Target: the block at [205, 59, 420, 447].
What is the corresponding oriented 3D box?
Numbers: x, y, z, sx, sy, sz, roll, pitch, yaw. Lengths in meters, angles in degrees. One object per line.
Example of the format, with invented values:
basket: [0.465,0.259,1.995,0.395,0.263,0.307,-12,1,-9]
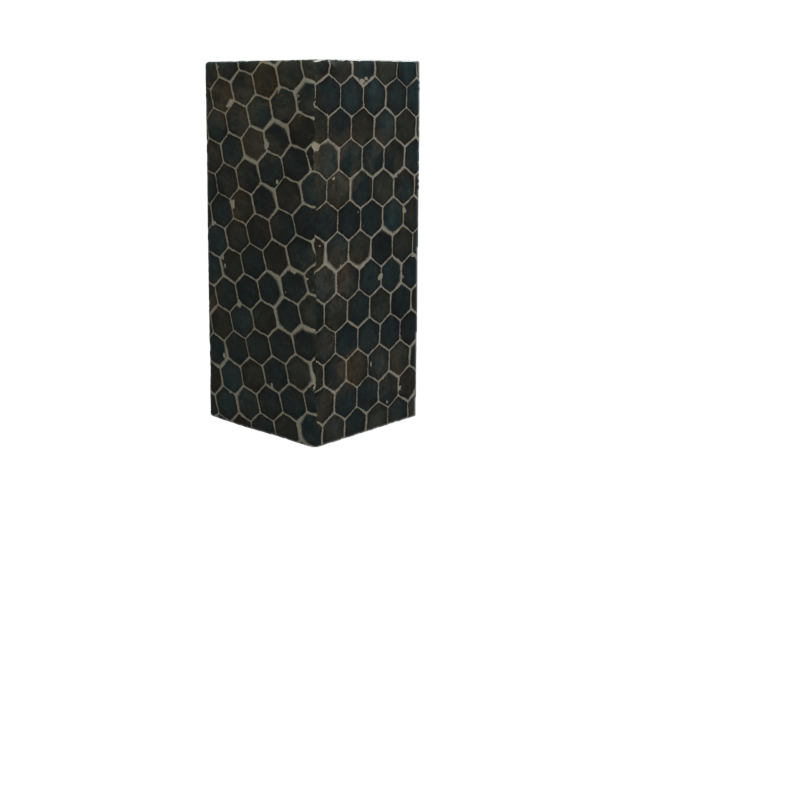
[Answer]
block: [-0.050,-0.091,0.638,0.095,0.202,0.088,9,13,42]
